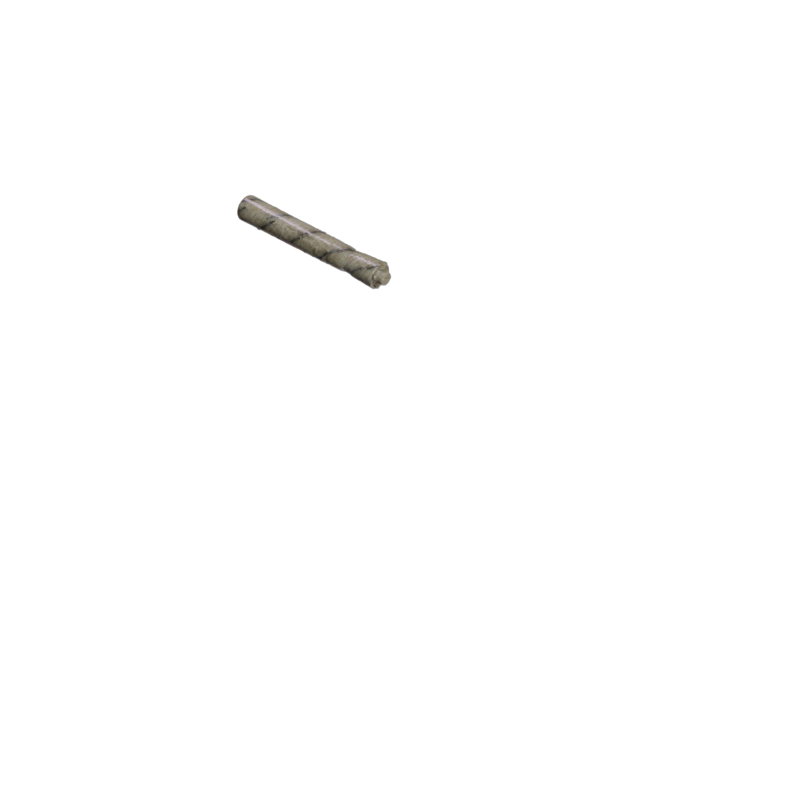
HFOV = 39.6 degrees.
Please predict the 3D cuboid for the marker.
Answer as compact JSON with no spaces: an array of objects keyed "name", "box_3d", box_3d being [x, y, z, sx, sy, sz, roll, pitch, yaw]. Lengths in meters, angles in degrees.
[{"name":"marker","box_3d":[-0.056,-0.103,0.719,0.128,0.019,0.019,30,19,30]}]
